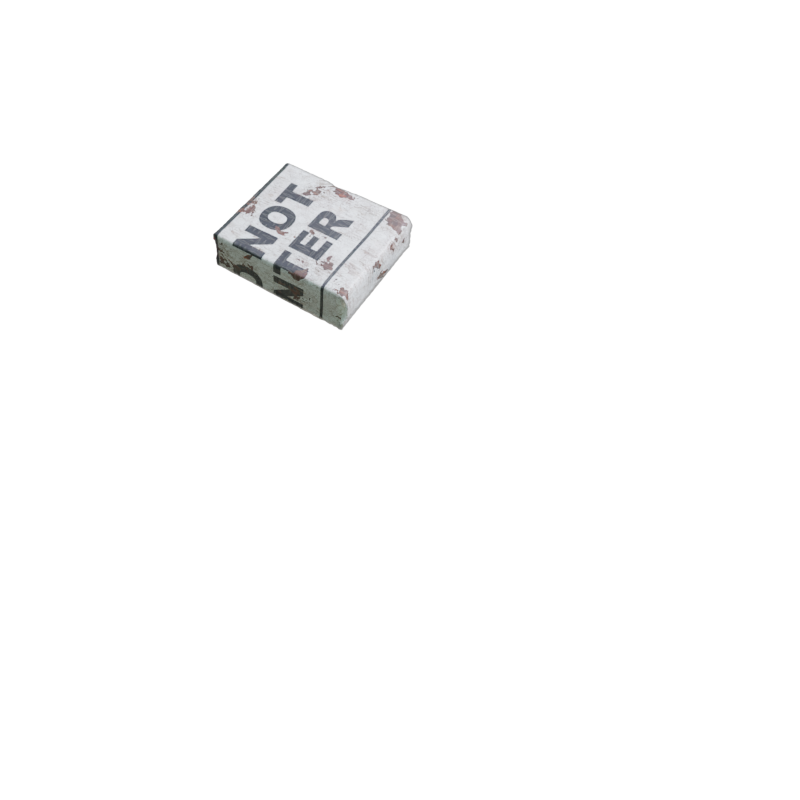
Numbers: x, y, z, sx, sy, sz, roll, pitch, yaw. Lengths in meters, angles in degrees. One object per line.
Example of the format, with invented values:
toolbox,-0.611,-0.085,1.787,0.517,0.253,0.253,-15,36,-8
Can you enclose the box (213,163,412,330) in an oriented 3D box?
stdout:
box,-0.049,-0.090,0.633,0.093,0.028,0.075,27,55,20
